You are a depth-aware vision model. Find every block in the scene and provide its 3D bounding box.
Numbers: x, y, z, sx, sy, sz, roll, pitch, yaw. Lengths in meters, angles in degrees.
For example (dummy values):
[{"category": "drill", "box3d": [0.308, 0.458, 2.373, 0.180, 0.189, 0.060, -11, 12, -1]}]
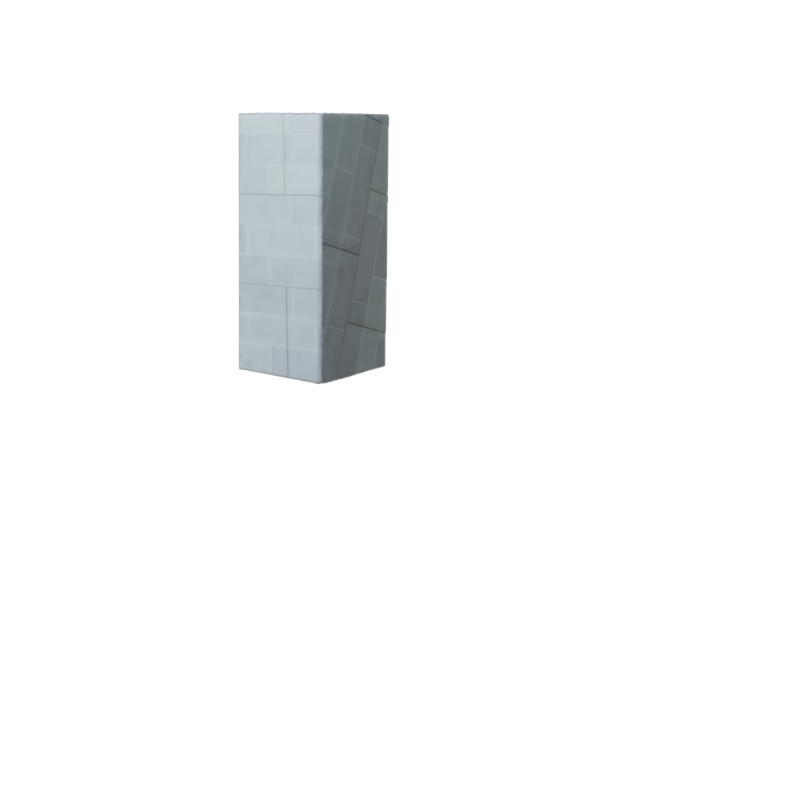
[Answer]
[{"category": "block", "box3d": [-0.069, -0.128, 0.893, 0.095, 0.203, 0.088, 6, 9, 37]}]
